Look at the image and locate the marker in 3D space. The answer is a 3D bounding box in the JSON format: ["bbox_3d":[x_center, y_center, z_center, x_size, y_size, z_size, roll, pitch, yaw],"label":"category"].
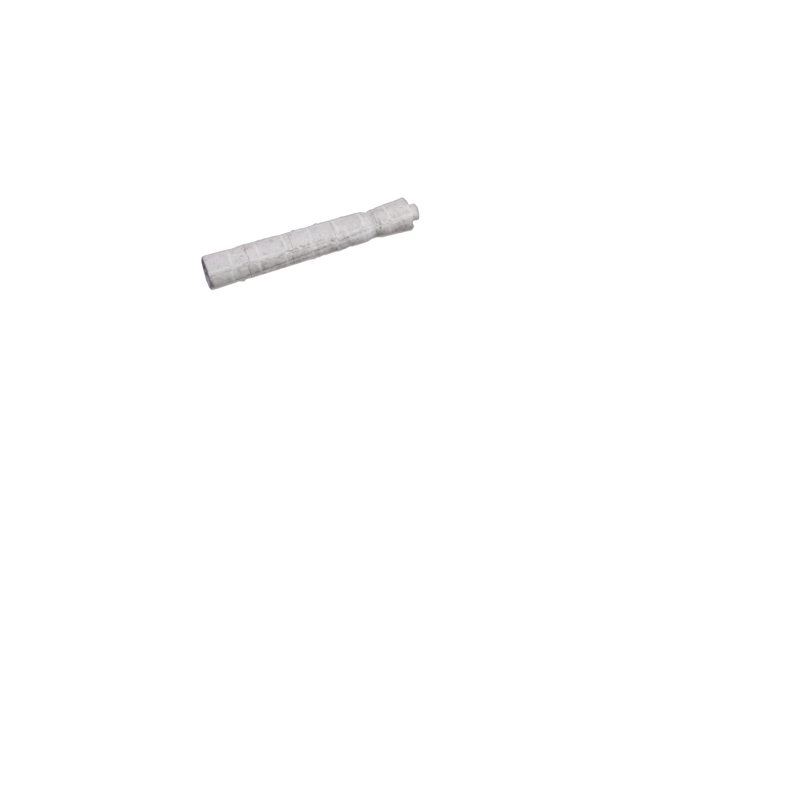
[{"bbox_3d":[-0.047,-0.085,0.597,0.120,0.019,0.020,-18,8,-11],"label":"marker"}]
